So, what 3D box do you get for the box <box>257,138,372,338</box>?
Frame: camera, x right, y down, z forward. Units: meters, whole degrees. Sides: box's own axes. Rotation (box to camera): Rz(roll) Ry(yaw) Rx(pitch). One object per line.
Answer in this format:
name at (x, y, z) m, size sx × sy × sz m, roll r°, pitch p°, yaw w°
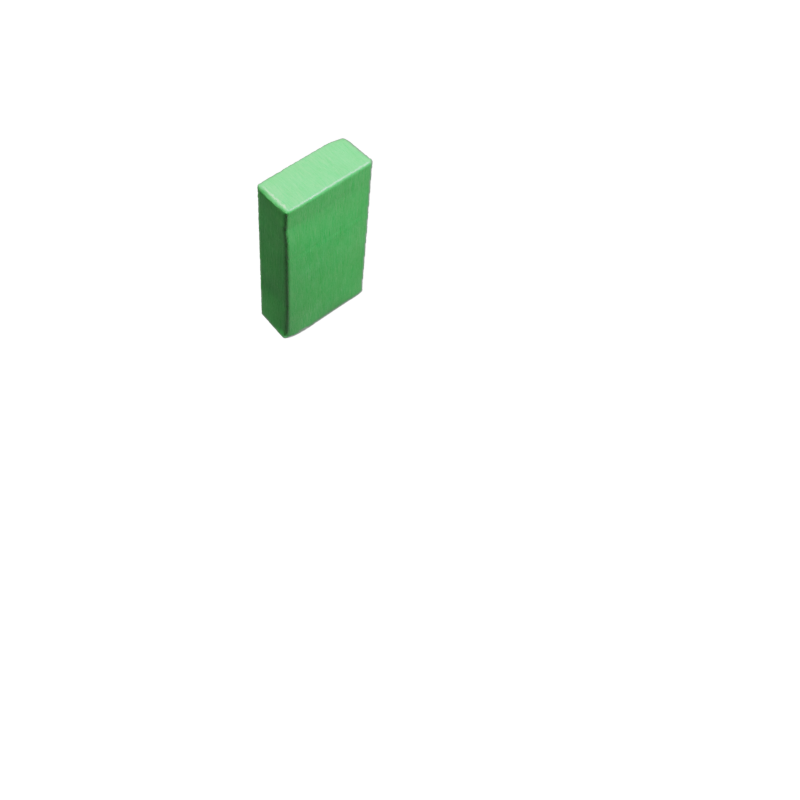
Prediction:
box at (-0.074, -0.136, 0.951) m, size 0.094 × 0.051 × 0.164 m, roll -35°, pitch -28°, yaw -26°
